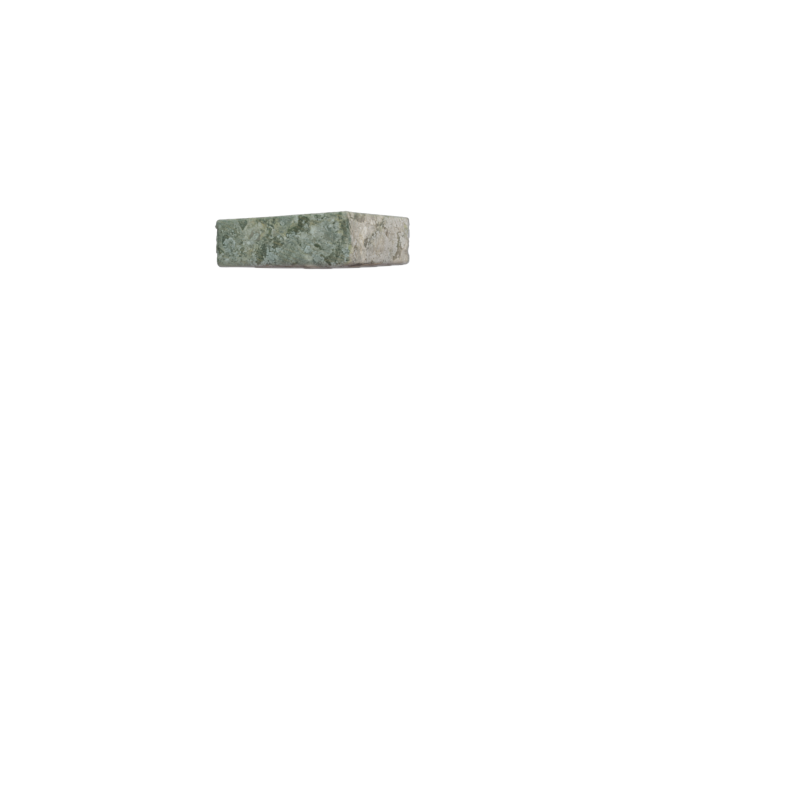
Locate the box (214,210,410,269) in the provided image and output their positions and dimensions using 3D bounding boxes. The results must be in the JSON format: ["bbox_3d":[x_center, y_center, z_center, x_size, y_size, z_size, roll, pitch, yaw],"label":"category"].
[{"bbox_3d":[-0.062,-0.114,0.798,0.118,0.039,0.087,4,7,31],"label":"box"}]
